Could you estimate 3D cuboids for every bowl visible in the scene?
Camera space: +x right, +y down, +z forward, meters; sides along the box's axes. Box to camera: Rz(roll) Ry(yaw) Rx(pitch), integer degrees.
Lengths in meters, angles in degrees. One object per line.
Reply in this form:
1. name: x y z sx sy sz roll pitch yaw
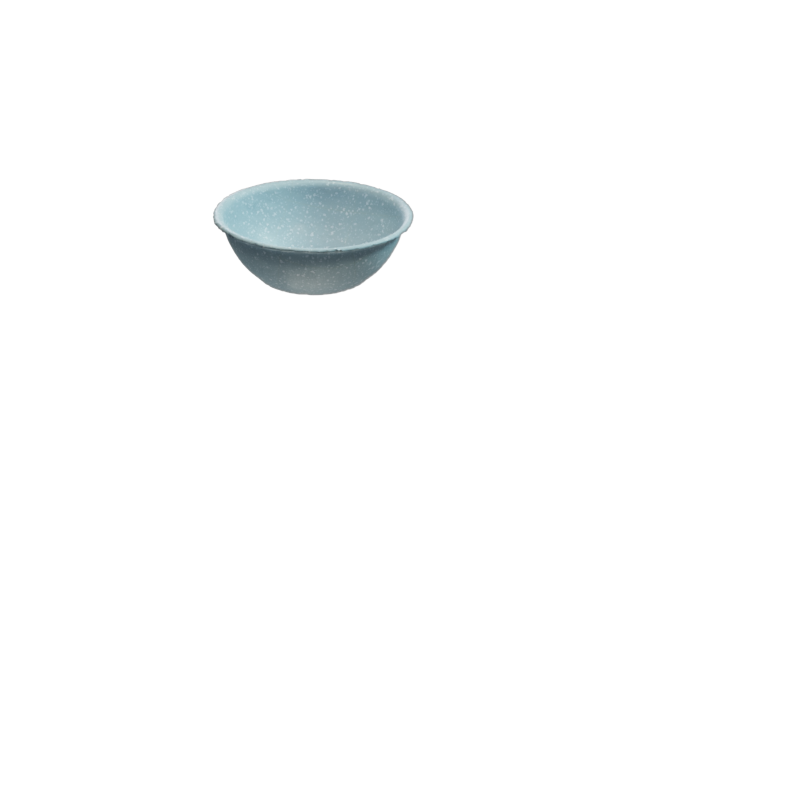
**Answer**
1. bowl: -0.071 -0.129 0.902 0.162 0.052 0.171 -1 28 -2
